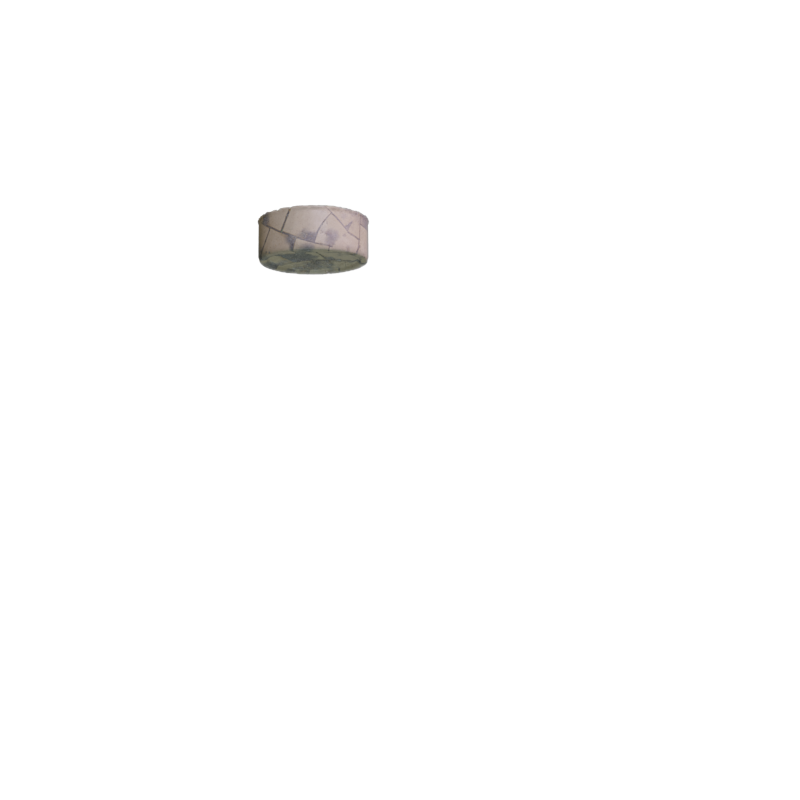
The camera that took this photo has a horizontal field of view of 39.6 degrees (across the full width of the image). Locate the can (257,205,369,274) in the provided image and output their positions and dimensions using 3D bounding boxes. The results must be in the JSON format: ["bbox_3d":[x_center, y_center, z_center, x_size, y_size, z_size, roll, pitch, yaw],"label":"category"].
[{"bbox_3d":[-0.067,-0.121,0.851,0.086,0.035,0.084,0,-8,-2],"label":"can"}]
